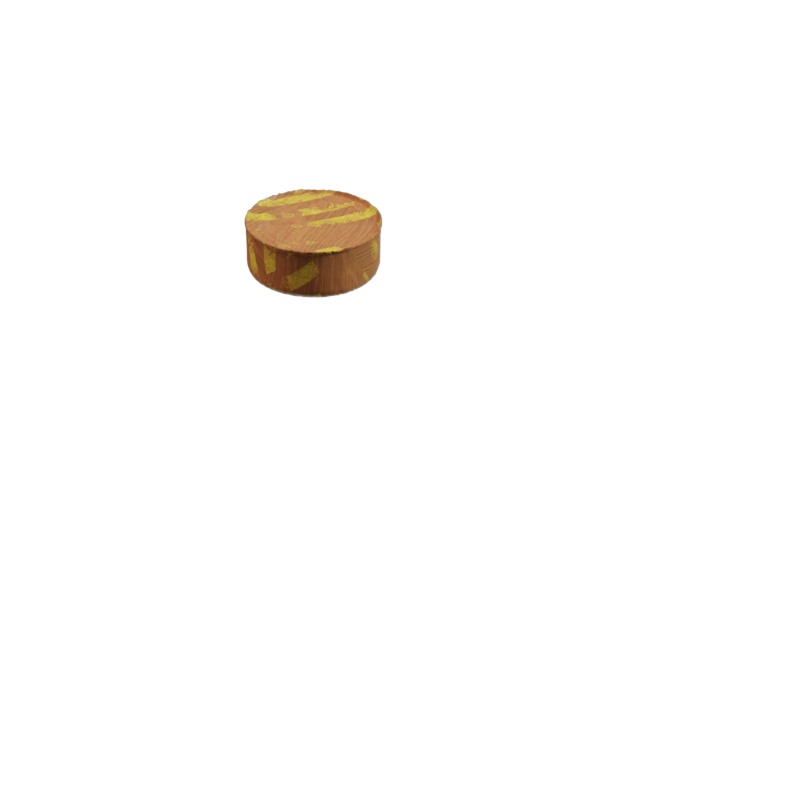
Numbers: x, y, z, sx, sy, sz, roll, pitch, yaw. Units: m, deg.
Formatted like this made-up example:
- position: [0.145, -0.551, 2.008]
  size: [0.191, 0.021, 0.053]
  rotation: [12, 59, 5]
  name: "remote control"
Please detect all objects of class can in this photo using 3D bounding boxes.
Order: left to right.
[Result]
- position: [-0.054, -0.099, 0.696]
  size: [0.086, 0.031, 0.092]
  rotation: [-1, 34, -2]
  name: "can"
